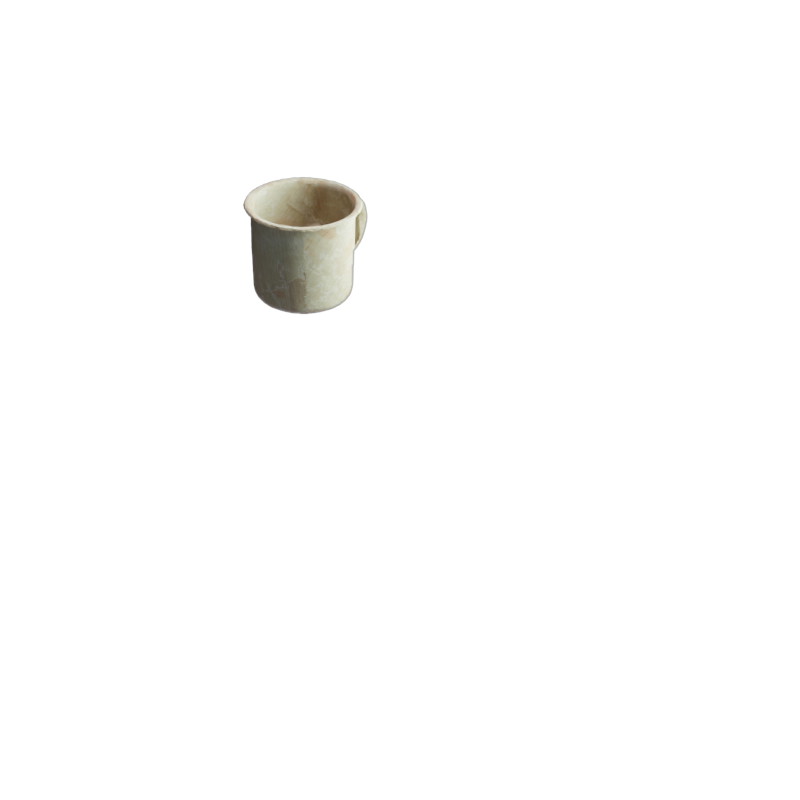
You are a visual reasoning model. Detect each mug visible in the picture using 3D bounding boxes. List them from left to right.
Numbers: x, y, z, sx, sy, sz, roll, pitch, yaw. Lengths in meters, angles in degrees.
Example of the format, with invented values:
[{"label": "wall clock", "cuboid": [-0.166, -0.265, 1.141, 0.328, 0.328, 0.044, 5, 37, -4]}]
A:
[{"label": "mug", "cuboid": [-0.070, -0.128, 0.895, 0.099, 0.077, 0.117, 25, 40, 32]}]
